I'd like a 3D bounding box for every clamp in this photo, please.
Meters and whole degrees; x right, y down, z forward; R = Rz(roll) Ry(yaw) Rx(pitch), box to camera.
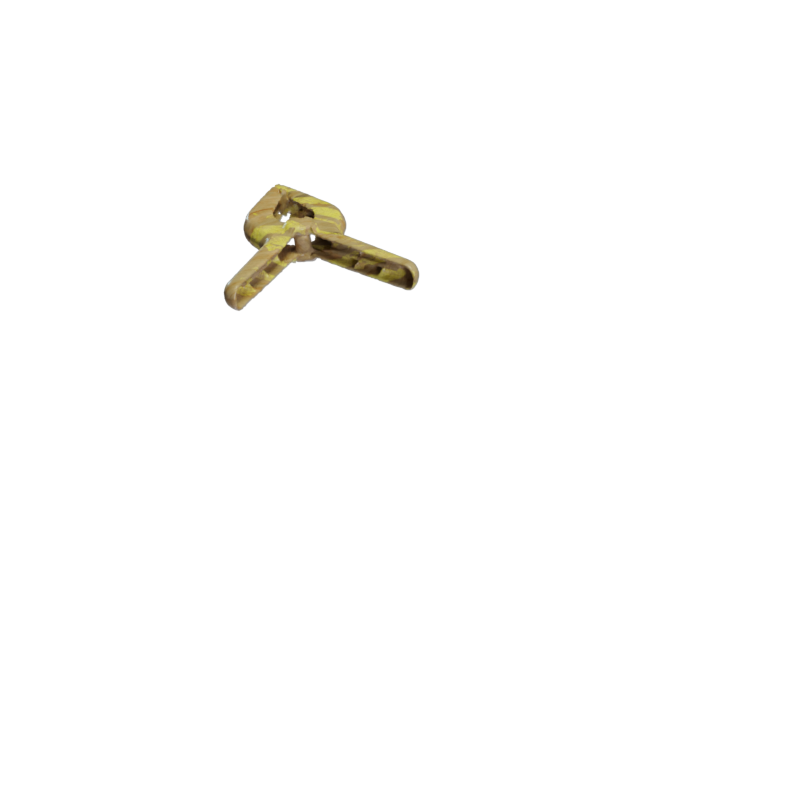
[{"bbox_3d":[-0.078,-0.142,0.997,0.163,0.034,0.224,-4,32,-7],"label":"clamp"}]
